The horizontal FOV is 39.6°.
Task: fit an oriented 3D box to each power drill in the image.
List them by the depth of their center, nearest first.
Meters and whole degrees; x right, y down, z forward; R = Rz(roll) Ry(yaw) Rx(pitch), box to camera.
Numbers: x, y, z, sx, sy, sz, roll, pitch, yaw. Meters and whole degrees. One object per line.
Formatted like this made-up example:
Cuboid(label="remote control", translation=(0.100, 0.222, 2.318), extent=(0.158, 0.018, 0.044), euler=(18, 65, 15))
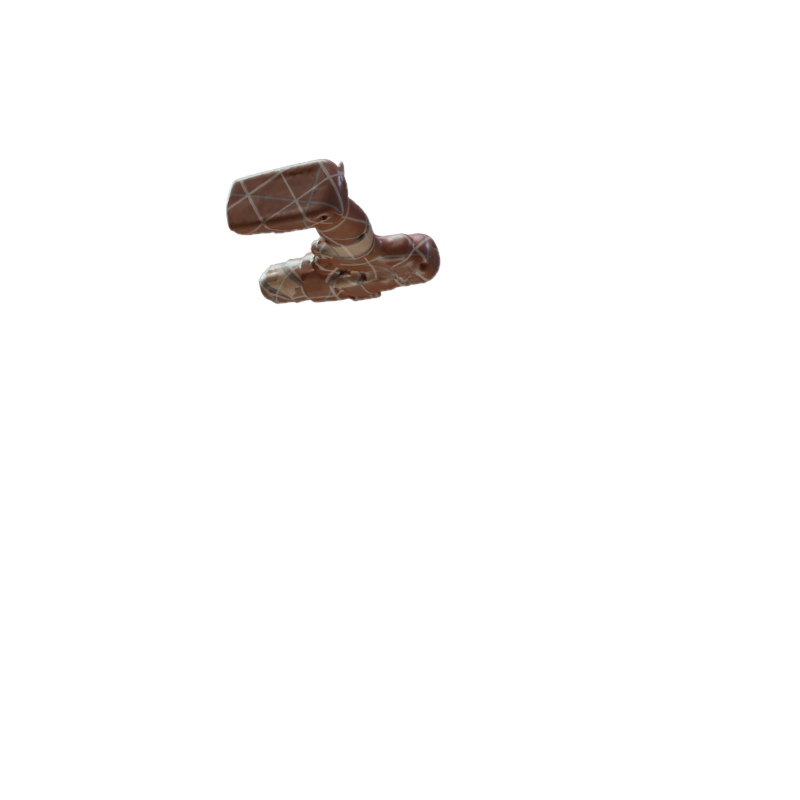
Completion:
Cuboid(label="power drill", translation=(-0.078, -0.143, 0.999), extent=(0.188, 0.060, 0.175), euler=(-9, -21, 24))
